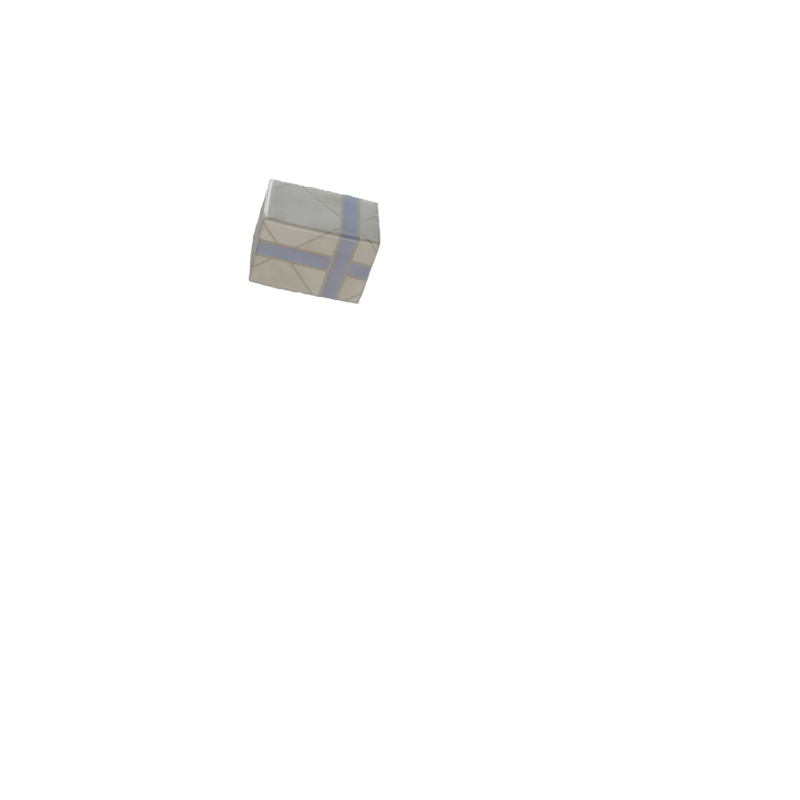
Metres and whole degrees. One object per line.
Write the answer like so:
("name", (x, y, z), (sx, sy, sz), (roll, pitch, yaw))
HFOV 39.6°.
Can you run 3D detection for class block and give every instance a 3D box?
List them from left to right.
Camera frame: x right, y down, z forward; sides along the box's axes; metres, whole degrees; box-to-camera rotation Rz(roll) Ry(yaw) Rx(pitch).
("block", (-0.057, -0.105, 0.734), (0.077, 0.050, 0.055), (12, 37, -10))
